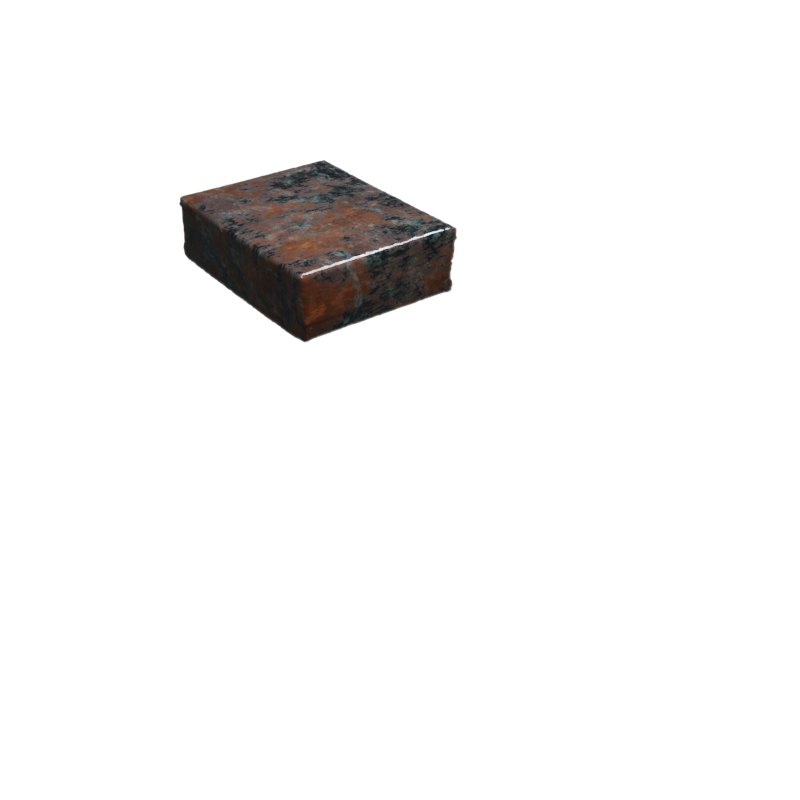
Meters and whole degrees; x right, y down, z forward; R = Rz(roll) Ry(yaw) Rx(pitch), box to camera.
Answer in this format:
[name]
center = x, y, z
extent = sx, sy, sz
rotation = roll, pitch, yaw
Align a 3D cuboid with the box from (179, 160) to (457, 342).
[box]
center = -0.043, -0.078, 0.543
extent = 0.089, 0.037, 0.122
rotation = -22, 39, -30
